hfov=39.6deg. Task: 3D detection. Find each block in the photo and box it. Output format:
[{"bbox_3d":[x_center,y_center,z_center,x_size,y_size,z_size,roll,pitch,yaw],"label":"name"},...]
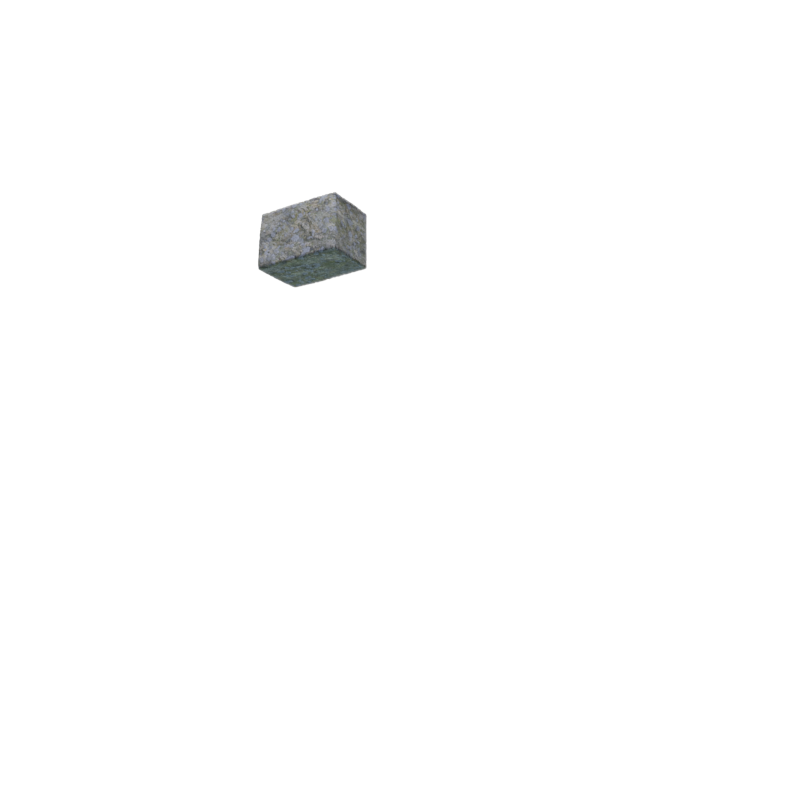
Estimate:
[{"bbox_3d":[-0.073,-0.133,0.934,0.079,0.054,0.049,-12,-24,29],"label":"block"}]
